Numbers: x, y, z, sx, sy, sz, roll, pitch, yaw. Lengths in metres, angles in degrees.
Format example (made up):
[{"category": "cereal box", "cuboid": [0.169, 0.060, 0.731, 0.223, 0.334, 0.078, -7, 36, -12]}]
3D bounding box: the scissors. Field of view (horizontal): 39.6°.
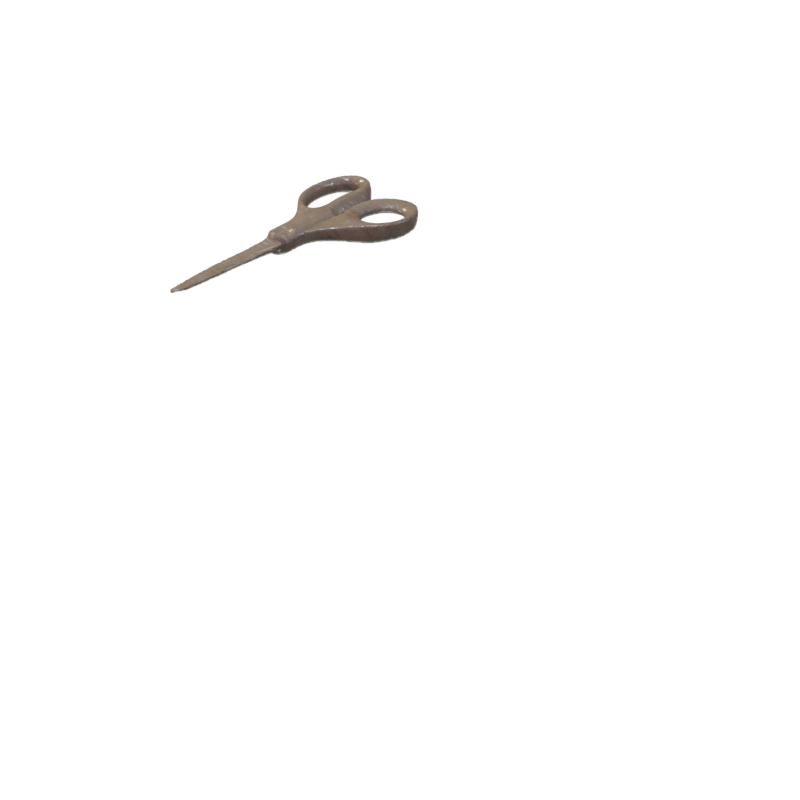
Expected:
[{"category": "scissors", "cuboid": [-0.058, -0.106, 0.741, 0.100, 0.015, 0.207, 14, 36, 20]}]
